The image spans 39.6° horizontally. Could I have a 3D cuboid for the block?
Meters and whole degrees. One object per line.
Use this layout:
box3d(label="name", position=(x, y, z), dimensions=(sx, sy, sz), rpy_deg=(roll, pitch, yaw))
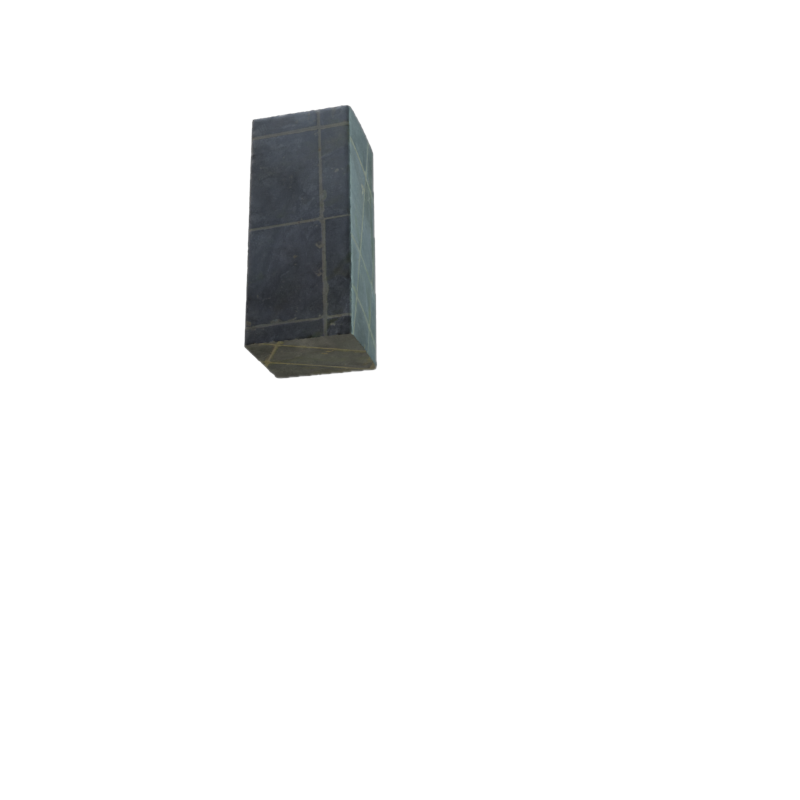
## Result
box3d(label="block", position=(-0.073, -0.133, 0.934), dimensions=(0.092, 0.217, 0.084), rpy_deg=(-7, -24, 12))
